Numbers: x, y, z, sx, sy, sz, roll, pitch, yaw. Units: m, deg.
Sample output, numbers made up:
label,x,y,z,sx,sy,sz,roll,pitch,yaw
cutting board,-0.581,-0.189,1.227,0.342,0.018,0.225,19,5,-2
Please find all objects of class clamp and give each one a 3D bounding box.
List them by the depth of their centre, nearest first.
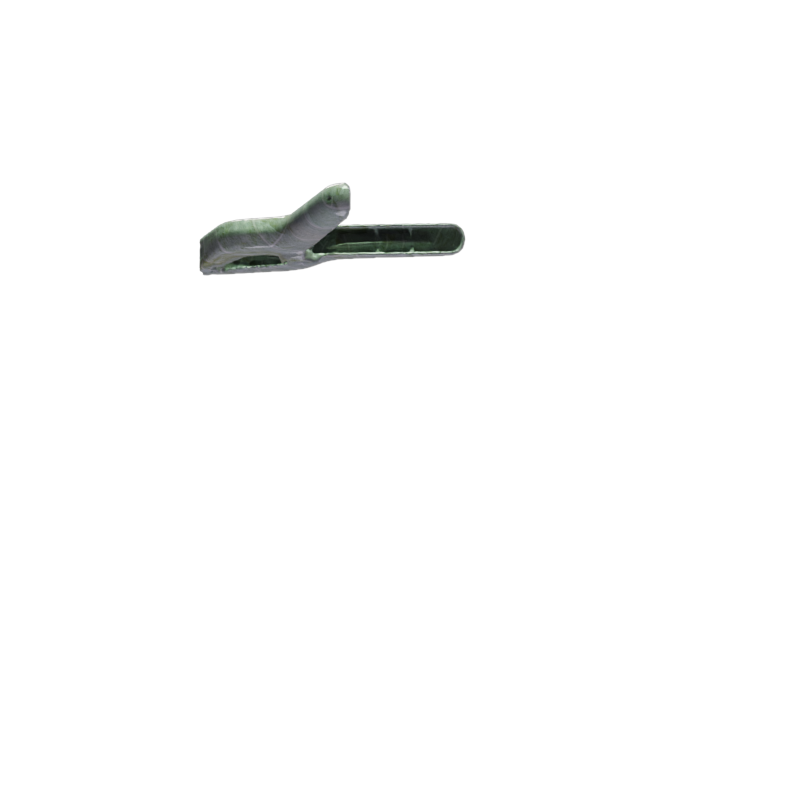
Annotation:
label,x,y,z,sx,sy,sz,roll,pitch,yaw
clamp,-0.067,-0.122,0.854,0.215,0.037,0.156,-6,-9,41
